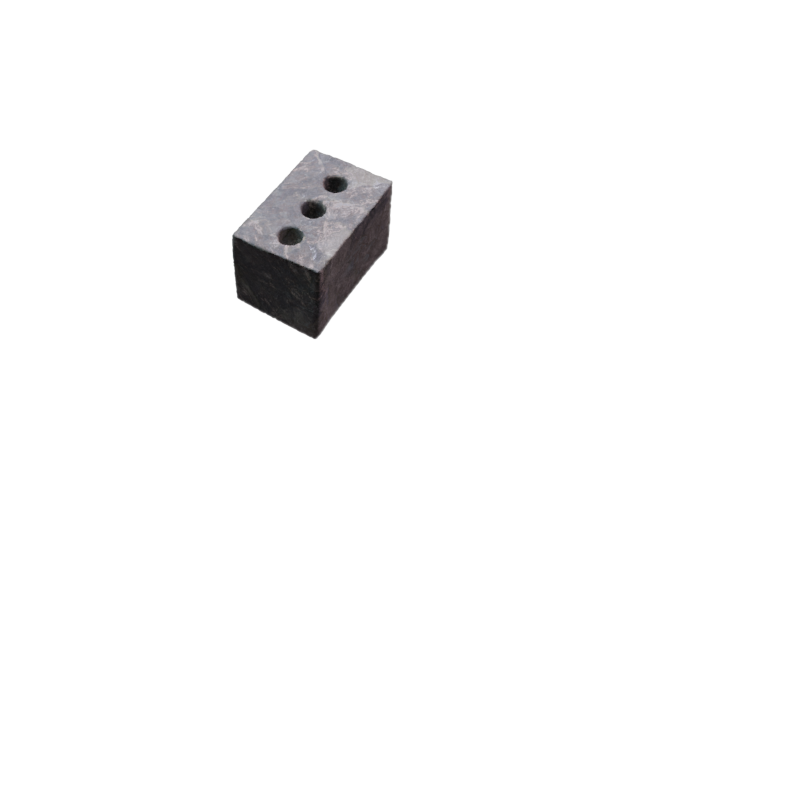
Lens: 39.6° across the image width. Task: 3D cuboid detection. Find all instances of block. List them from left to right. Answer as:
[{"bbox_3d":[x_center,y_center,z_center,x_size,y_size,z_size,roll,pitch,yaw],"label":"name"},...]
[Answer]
[{"bbox_3d":[-0.046,-0.083,0.585,0.055,0.080,0.048,24,-36,16],"label":"block"}]
